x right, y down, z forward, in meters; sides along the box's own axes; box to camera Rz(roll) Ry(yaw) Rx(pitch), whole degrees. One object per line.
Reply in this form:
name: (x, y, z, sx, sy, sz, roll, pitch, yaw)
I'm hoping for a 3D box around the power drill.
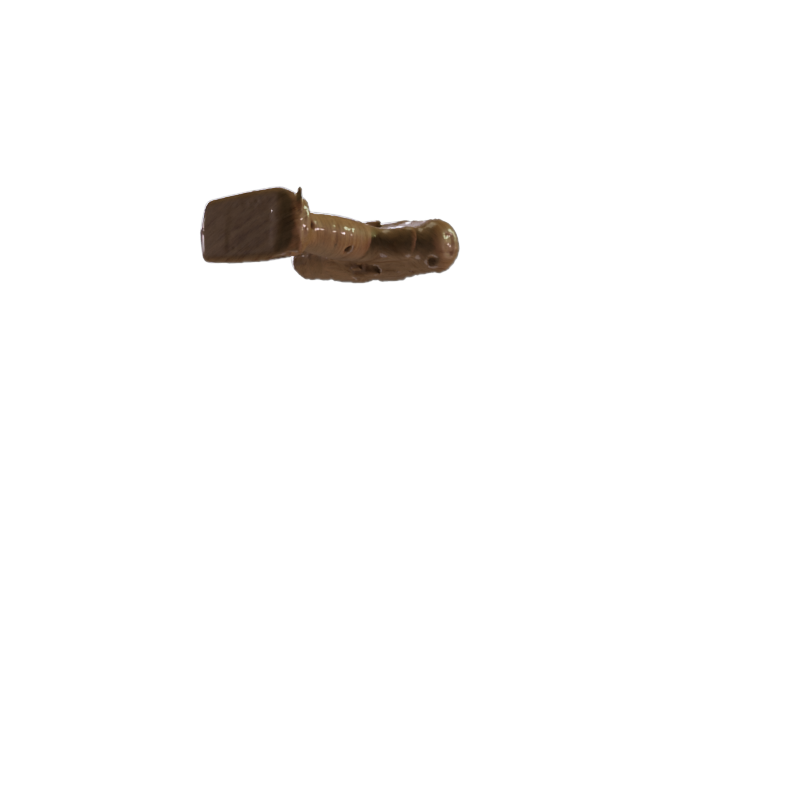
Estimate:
power drill: (-0.073, -0.133, 0.931, 0.190, 0.058, 0.179, -1, -2, 44)
